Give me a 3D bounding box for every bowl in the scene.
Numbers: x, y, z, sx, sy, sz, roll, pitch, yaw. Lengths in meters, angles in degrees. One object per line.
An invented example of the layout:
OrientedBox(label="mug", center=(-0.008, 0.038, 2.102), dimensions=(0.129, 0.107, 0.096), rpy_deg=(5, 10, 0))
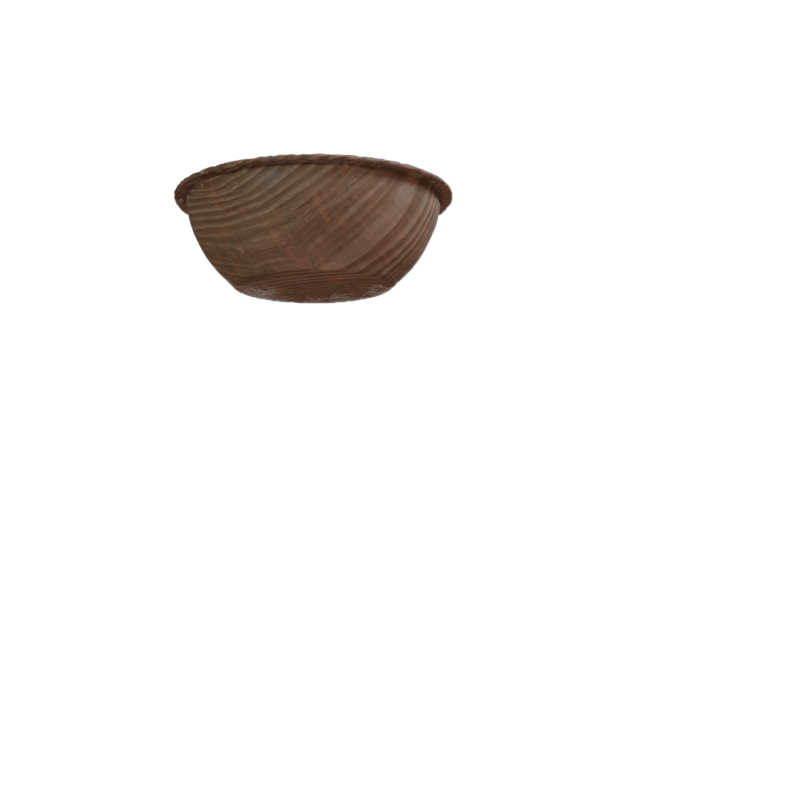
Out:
OrientedBox(label="bowl", center=(-0.050, -0.091, 0.639), dimensions=(0.162, 0.057, 0.158), rpy_deg=(0, -8, -2))
